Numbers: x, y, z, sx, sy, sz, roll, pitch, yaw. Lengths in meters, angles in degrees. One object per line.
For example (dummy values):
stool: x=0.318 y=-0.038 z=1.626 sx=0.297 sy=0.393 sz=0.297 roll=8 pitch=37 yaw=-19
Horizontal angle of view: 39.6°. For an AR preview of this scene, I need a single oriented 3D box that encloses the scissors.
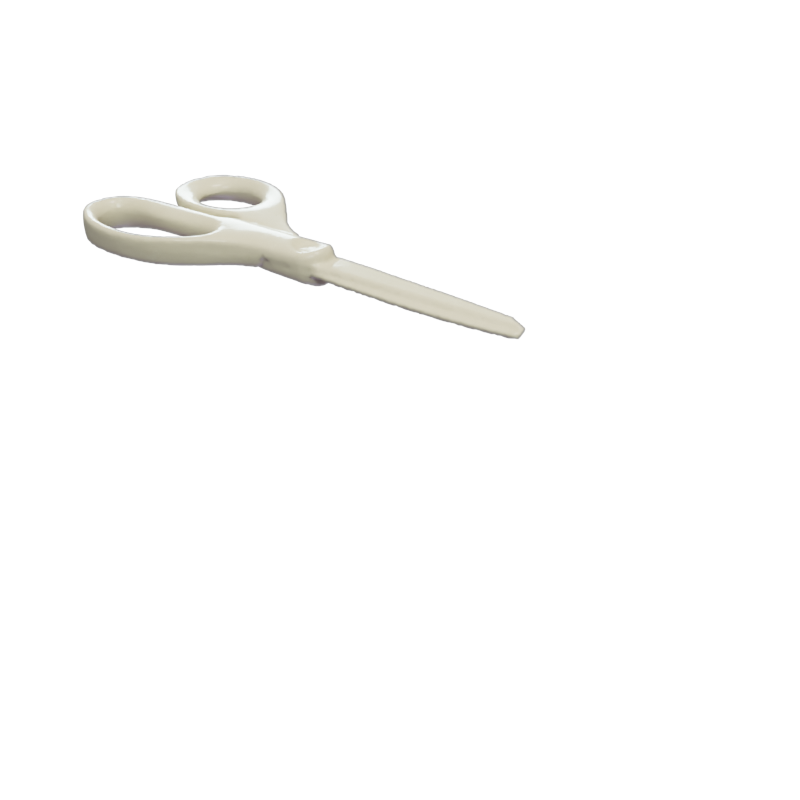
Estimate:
scissors: x=-0.036 y=-0.065 z=0.455 sx=0.209 sy=0.015 sz=0.098 roll=13 pitch=31 yaw=22
